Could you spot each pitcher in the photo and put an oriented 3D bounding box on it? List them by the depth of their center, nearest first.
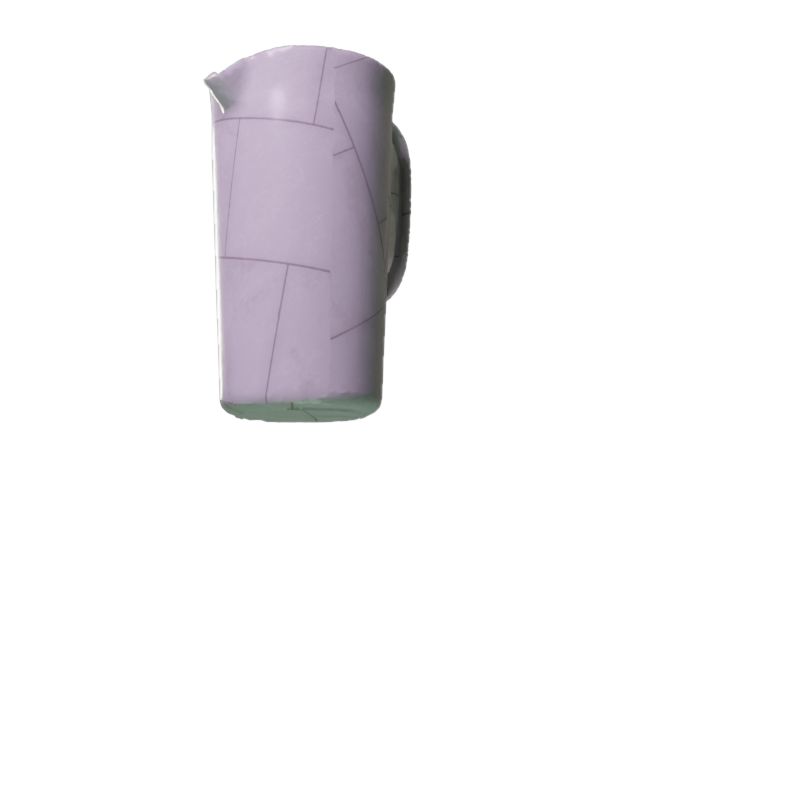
[{"bbox_3d":[-0.060,-0.110,0.769,0.149,0.251,0.141,0,-12,-2],"label":"pitcher"}]
